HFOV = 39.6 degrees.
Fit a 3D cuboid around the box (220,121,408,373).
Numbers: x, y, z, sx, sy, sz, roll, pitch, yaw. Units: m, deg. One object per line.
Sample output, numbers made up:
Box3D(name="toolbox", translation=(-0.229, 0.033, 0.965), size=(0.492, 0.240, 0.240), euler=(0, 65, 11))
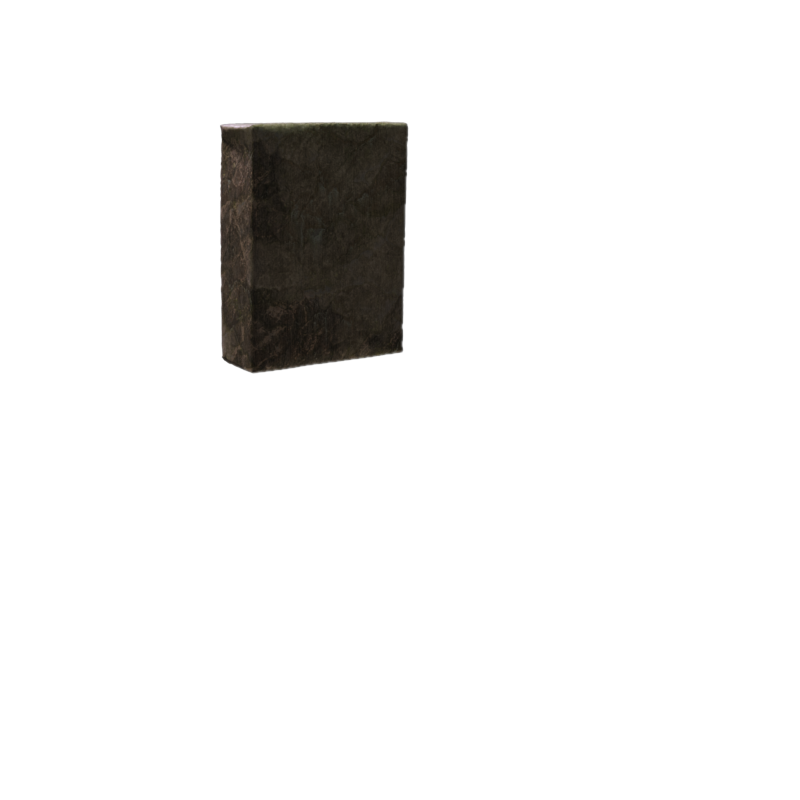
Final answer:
Box3D(name="box", translation=(-0.078, -0.142, 0.995), size=(0.159, 0.210, 0.075), euler=(-6, 10, -34))
